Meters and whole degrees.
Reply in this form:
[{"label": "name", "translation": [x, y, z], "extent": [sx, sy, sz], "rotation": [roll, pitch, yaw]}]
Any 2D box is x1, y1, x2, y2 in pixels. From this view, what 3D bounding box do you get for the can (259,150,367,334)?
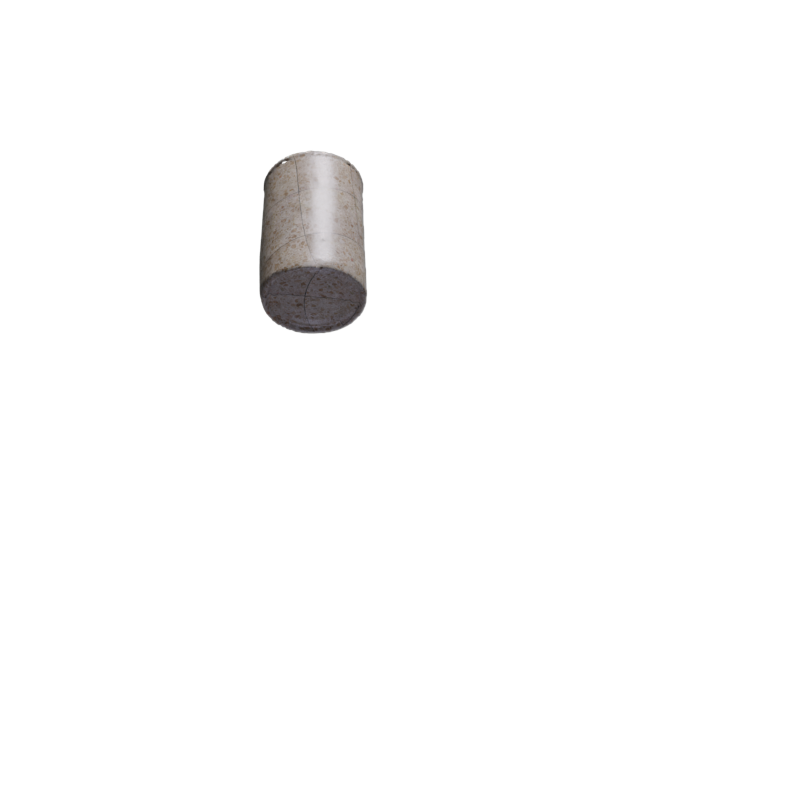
[{"label": "can", "translation": [-0.056, -0.103, 0.719], "extent": [0.068, 0.110, 0.064], "rotation": [-1, -39, -3]}]
